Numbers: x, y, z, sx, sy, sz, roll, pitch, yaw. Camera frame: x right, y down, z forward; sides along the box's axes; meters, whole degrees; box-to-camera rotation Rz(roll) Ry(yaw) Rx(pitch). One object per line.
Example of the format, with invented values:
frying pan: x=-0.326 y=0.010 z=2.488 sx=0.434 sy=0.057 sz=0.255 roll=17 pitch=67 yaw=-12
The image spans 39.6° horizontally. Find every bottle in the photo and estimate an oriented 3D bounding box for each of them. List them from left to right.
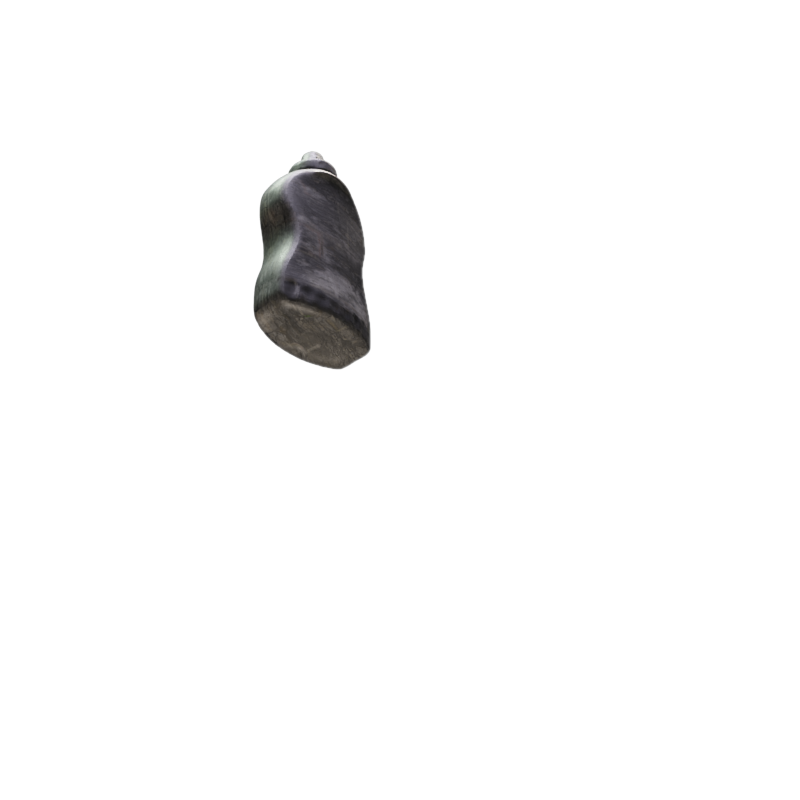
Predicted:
bottle: x=-0.068 y=-0.124 z=0.868 sx=0.090 sy=0.206 sz=0.058 roll=29 pitch=-49 yaw=-34
